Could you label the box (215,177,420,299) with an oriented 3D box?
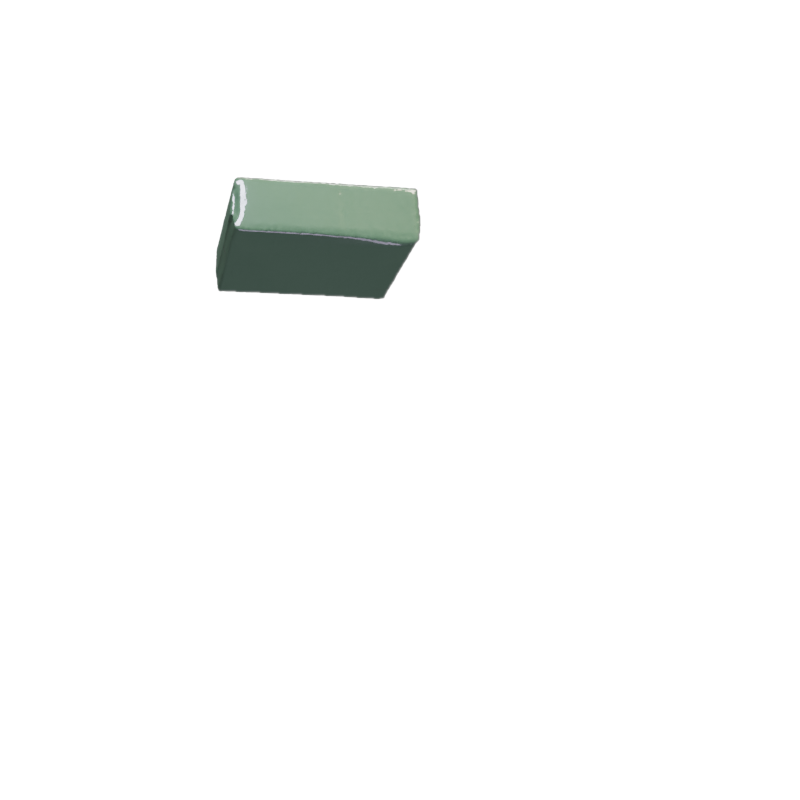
[{"bbox_3d":[-0.053,-0.097,0.681,0.112,0.041,0.087,4,-21,-12],"label":"box"}]
